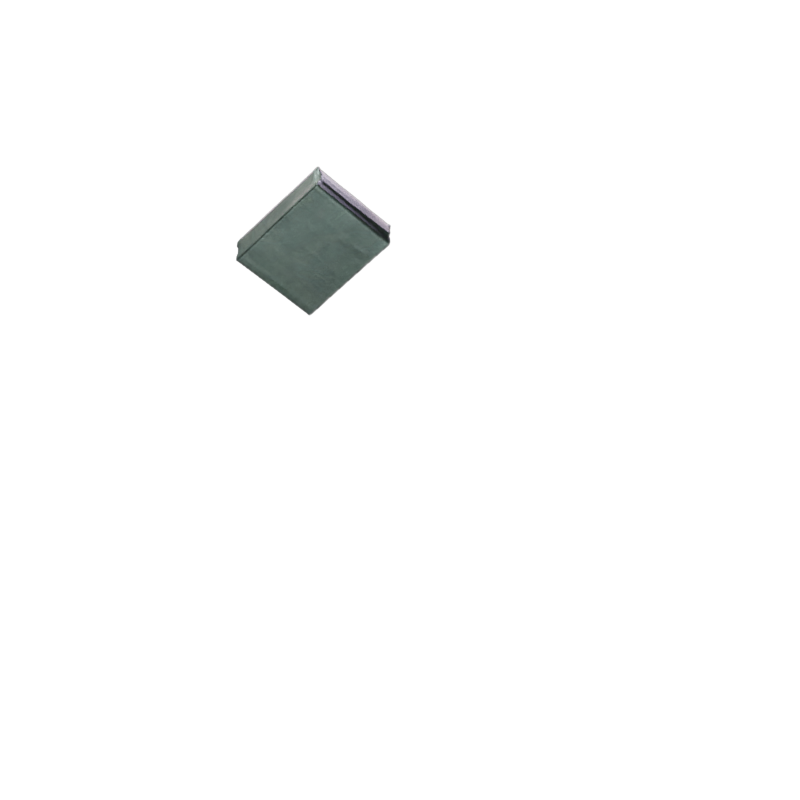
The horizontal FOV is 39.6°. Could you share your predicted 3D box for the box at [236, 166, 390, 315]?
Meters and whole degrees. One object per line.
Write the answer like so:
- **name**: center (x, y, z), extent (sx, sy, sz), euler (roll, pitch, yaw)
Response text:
- **box**: center (-0.062, -0.114, 0.798), extent (0.069, 0.088, 0.032), euler (38, 26, -24)
